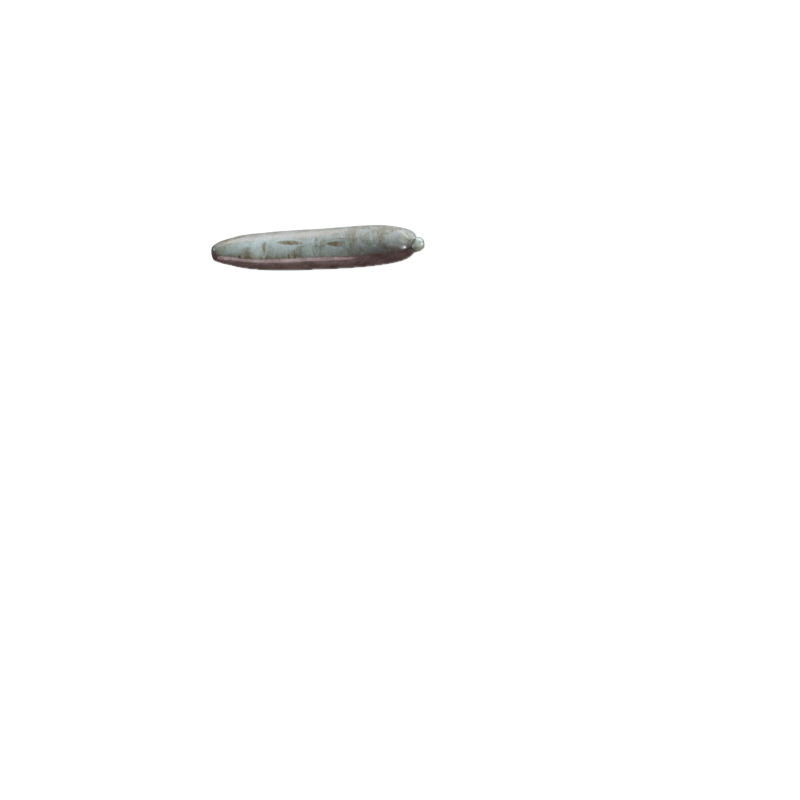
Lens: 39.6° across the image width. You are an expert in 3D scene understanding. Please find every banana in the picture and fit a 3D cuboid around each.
[{"bbox_3d":[-0.068,-0.138,0.992,0.202,0.038,0.067,-2,-7,18],"label":"banana"}]
